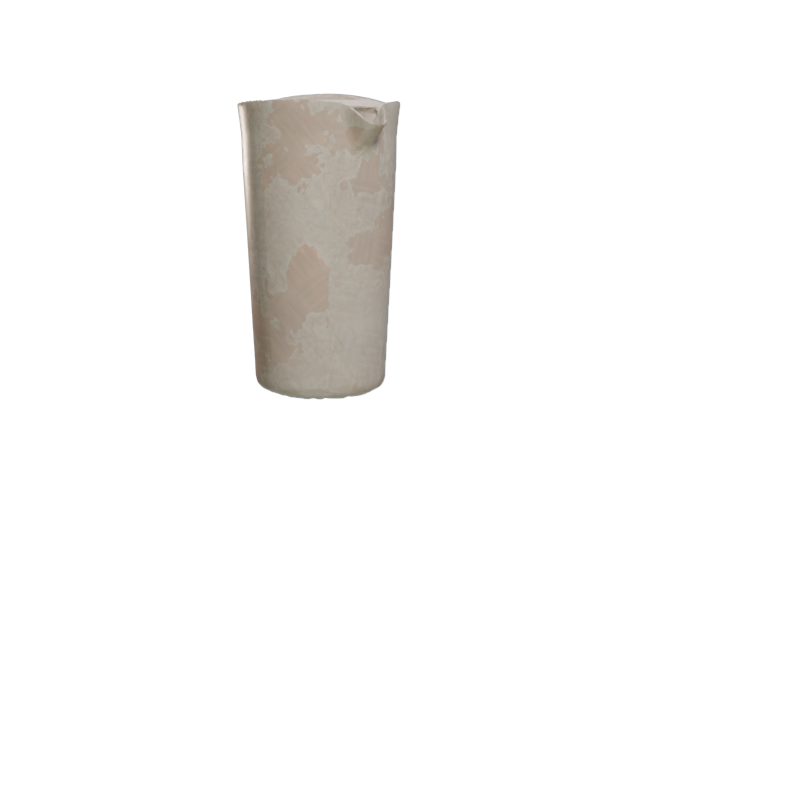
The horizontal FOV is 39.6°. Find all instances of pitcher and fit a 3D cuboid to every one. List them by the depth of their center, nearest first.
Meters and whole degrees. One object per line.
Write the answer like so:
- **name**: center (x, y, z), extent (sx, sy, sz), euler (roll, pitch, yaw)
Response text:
- **pitcher**: center (-0.072, -0.132, 0.924), extent (0.147, 0.240, 0.149), euler (1, 7, 9)
